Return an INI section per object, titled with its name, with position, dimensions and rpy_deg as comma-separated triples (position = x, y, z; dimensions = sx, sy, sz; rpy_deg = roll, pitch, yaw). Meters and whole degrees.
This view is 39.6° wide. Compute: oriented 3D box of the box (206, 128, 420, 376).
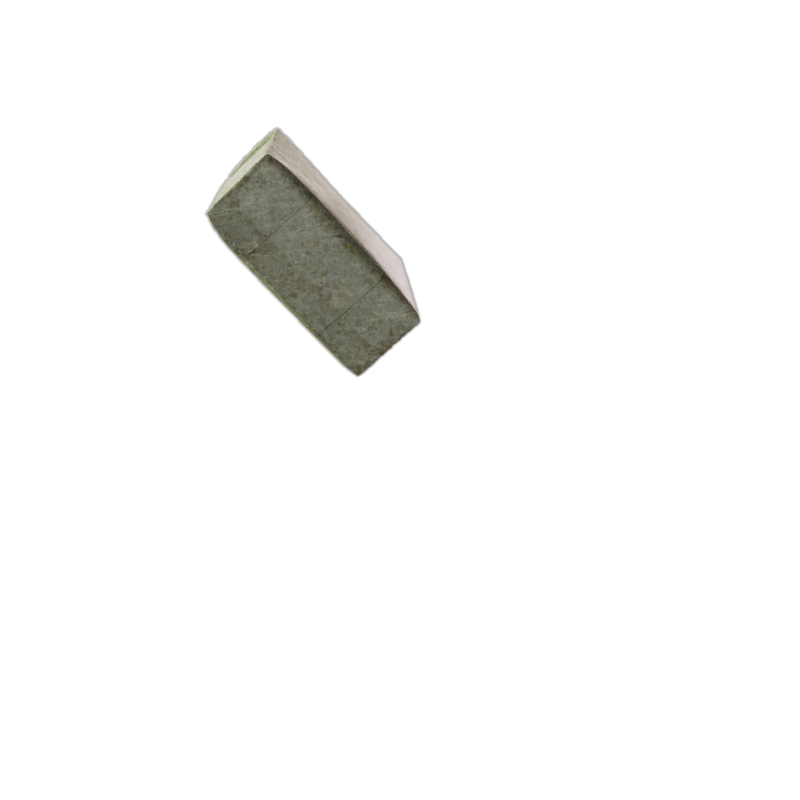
[box]
position = -0.069, -0.125, 0.879
dimensions = 0.071, 0.160, 0.221
rpy_deg = -42, 13, 9
